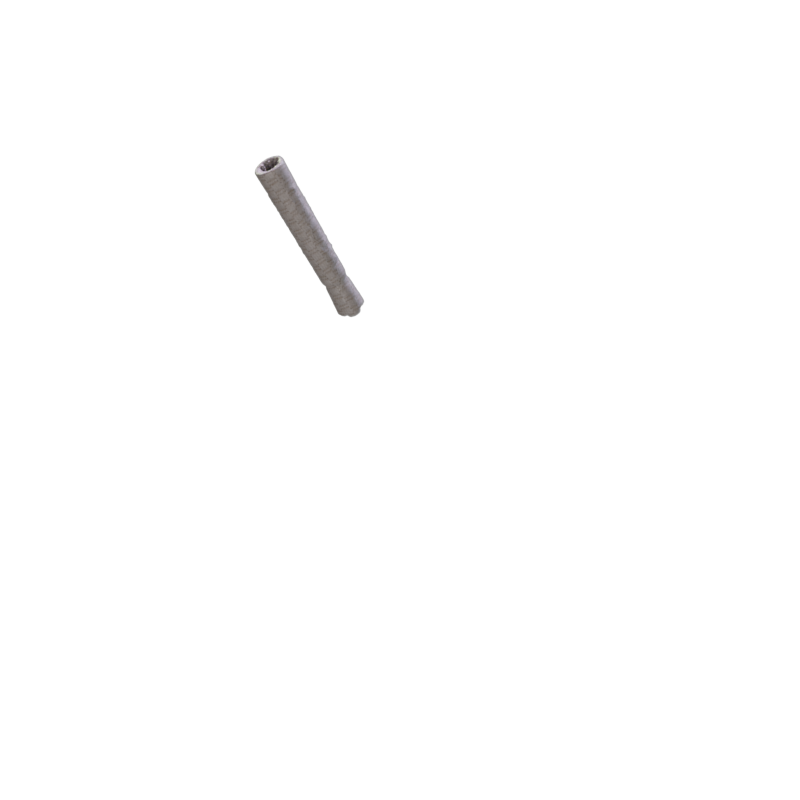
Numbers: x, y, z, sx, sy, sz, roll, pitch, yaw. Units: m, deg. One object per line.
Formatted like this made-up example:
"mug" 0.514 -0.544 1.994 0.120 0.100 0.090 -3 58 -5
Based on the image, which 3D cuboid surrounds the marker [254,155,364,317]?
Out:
"marker" -0.053 -0.097 0.680 0.020 0.112 0.021 -22 34 14
